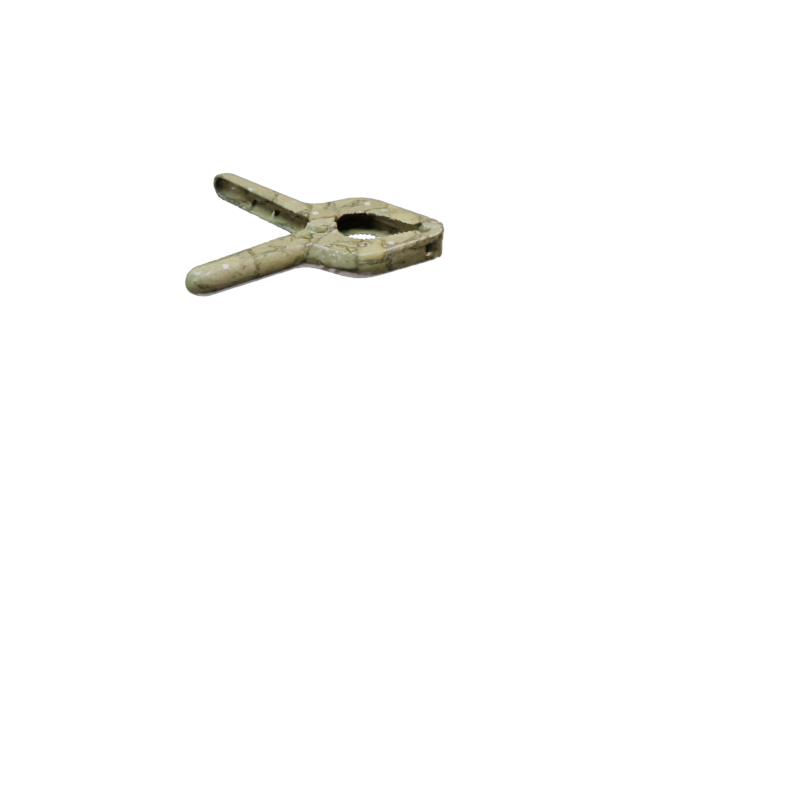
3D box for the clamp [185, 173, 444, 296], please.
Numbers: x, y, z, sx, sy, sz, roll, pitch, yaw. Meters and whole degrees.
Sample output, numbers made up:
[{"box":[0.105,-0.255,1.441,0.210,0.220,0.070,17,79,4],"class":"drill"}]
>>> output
[{"box":[-0.072,-0.130,0.914,0.213,0.034,0.174,6,40,7],"class":"clamp"}]
